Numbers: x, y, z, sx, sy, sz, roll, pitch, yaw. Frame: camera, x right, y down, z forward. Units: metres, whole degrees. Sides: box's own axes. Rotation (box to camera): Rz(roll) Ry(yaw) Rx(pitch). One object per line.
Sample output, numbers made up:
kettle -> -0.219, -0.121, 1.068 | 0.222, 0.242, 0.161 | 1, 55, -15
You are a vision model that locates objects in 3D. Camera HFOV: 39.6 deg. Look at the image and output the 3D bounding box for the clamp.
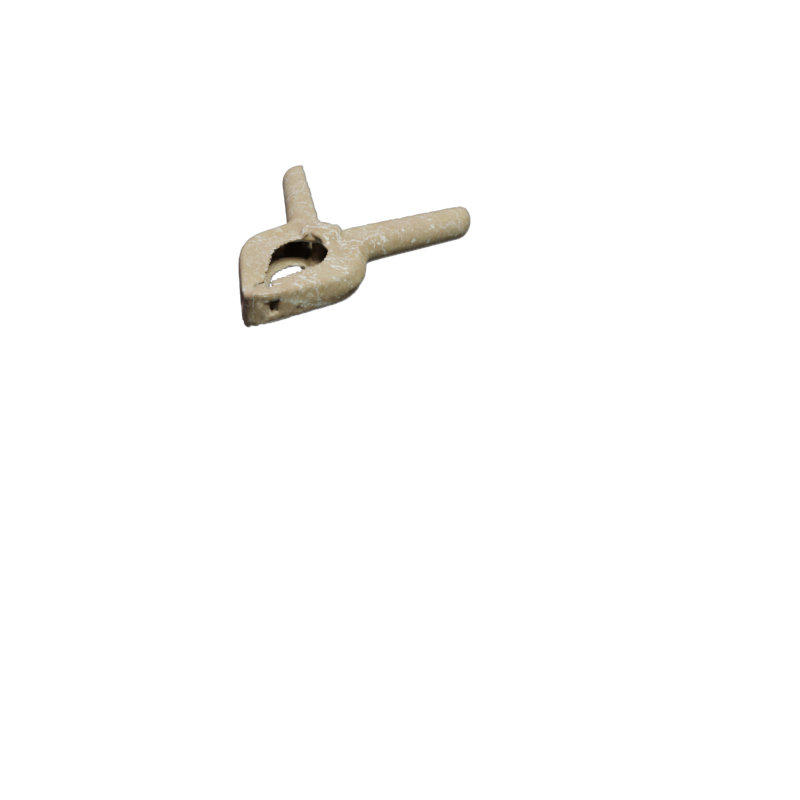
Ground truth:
clamp -> -0.066, -0.120, 0.839 | 0.173, 0.034, 0.213 | 21, 40, 27
